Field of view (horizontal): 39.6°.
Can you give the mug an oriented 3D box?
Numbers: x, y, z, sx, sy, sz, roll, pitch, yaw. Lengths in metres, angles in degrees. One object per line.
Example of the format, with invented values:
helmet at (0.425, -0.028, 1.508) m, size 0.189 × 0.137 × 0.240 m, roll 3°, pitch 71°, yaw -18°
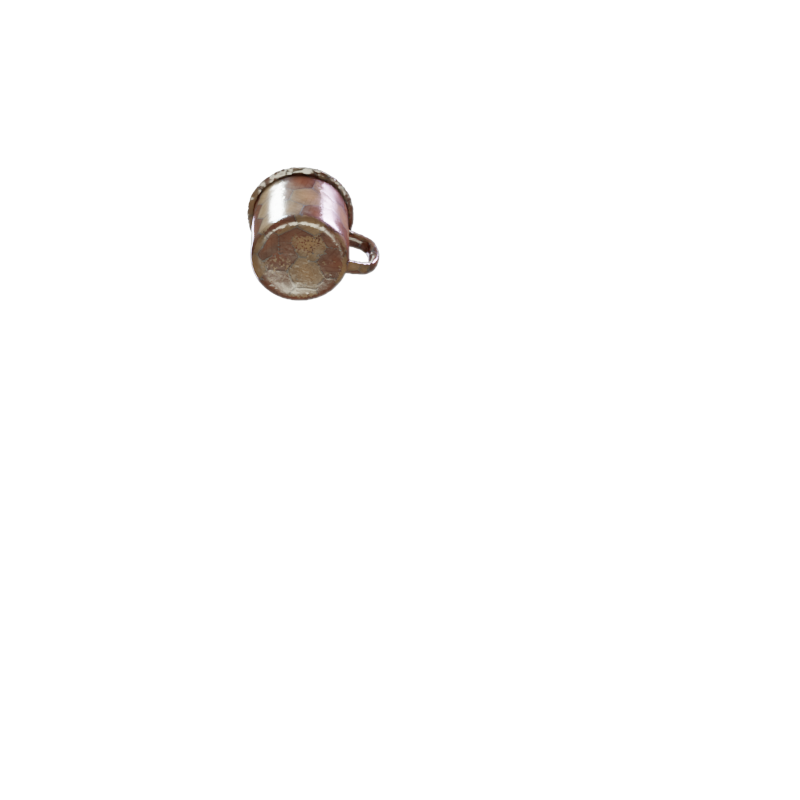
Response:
mug at (-0.073, -0.134, 0.937) m, size 0.114 × 0.090 × 0.087 m, roll 19°, pitch 31°, yaw -13°
